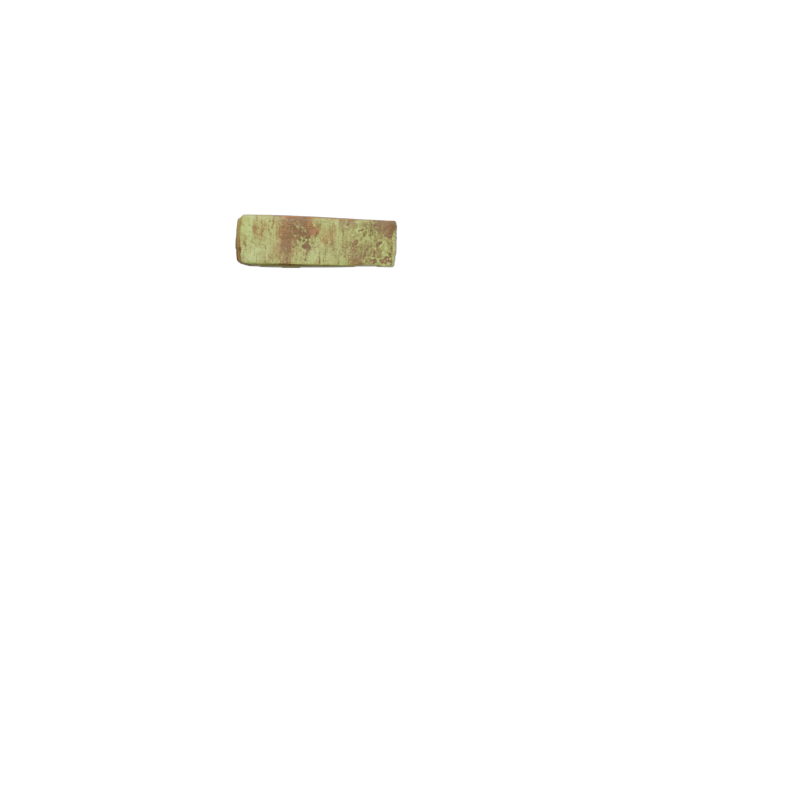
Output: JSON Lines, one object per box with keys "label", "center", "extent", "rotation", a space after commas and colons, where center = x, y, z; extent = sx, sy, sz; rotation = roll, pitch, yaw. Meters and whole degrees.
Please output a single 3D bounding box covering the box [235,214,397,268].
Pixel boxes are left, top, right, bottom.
{"label": "box", "center": [-0.064, -0.117, 0.823], "extent": [0.112, 0.039, 0.091], "rotation": [-1, 5, -8]}
